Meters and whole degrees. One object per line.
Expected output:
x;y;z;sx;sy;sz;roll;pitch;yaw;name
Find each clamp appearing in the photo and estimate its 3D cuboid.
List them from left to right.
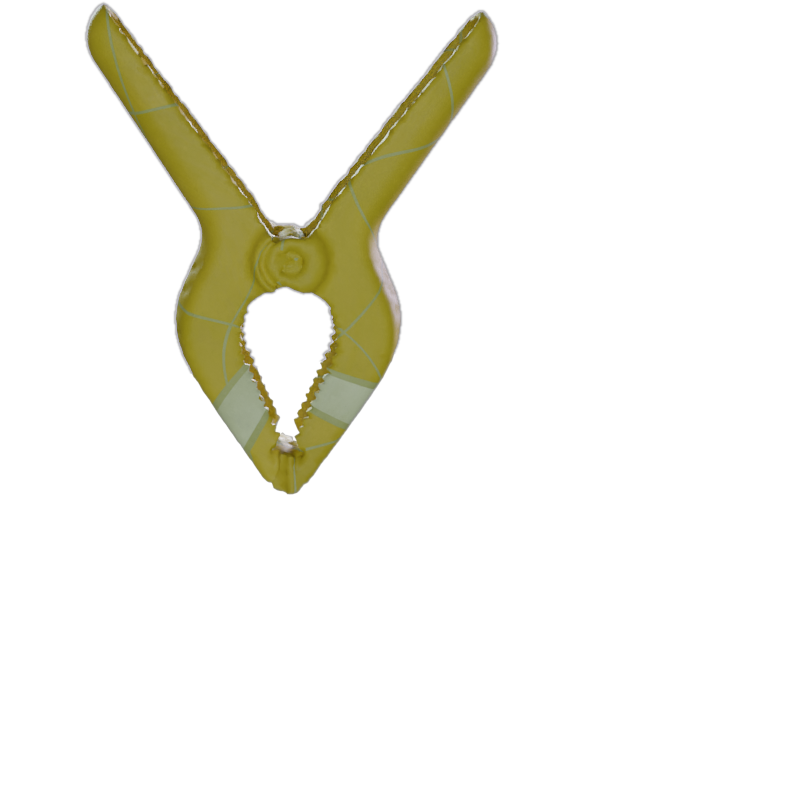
-0.036;-0.066;0.463;0.164;0.204;0.037;-5;11;1;clamp
